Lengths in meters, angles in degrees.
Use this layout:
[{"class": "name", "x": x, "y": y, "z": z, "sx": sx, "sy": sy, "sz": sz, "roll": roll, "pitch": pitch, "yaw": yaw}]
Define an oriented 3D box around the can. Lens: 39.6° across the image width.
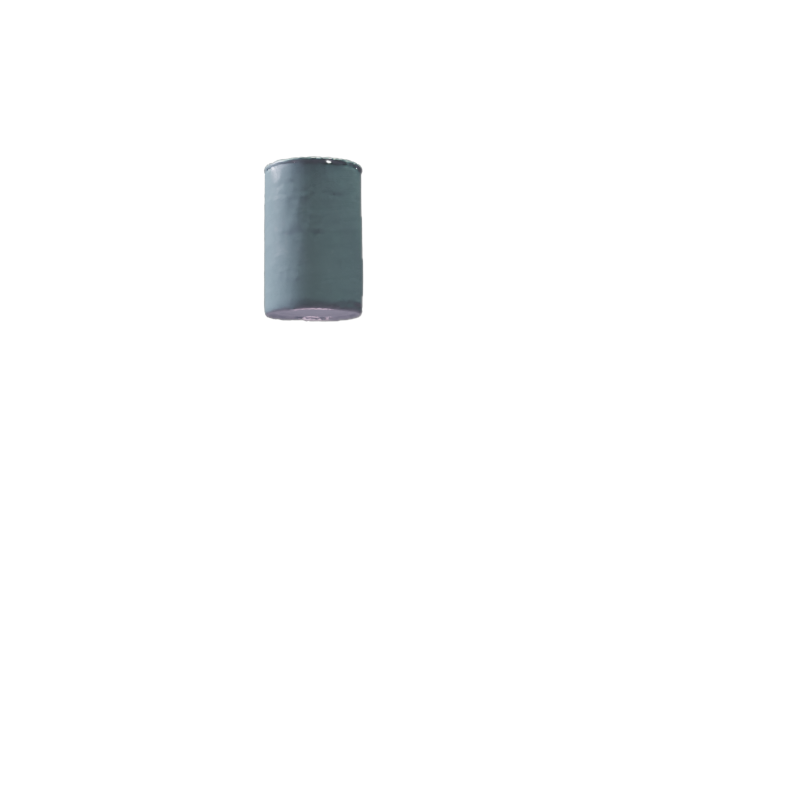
[{"class": "can", "x": -0.059, "y": -0.108, "z": 0.753, "sx": 0.068, "sy": 0.105, "sz": 0.067, "roll": 0, "pitch": -9, "yaw": -2}]
